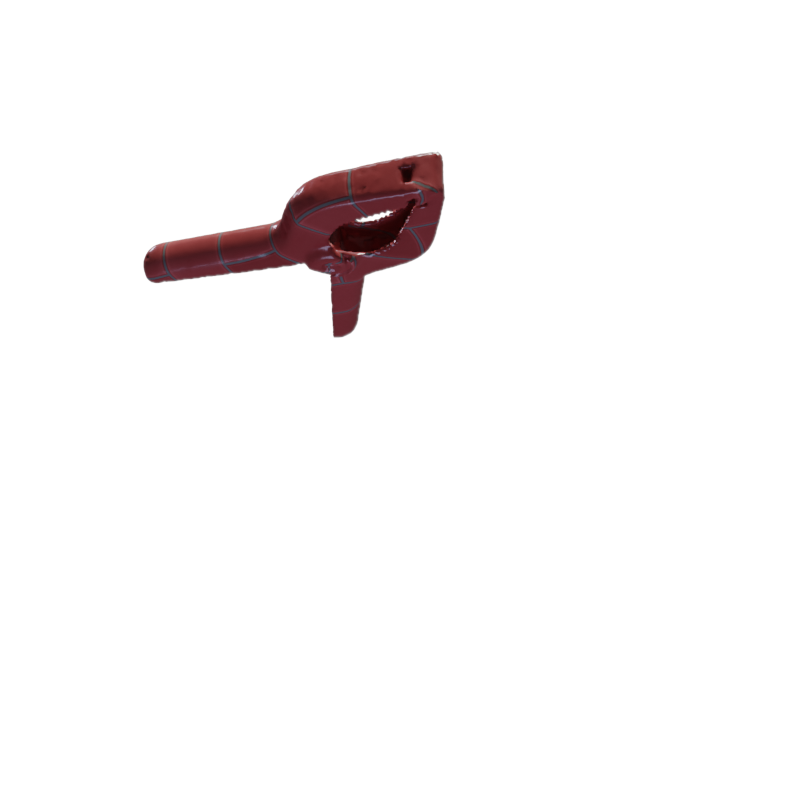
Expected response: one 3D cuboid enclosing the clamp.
[{"bbox_3d":[-0.054,-0.098,0.688,0.157,0.038,0.208,13,-25,-28],"label":"clamp"}]
